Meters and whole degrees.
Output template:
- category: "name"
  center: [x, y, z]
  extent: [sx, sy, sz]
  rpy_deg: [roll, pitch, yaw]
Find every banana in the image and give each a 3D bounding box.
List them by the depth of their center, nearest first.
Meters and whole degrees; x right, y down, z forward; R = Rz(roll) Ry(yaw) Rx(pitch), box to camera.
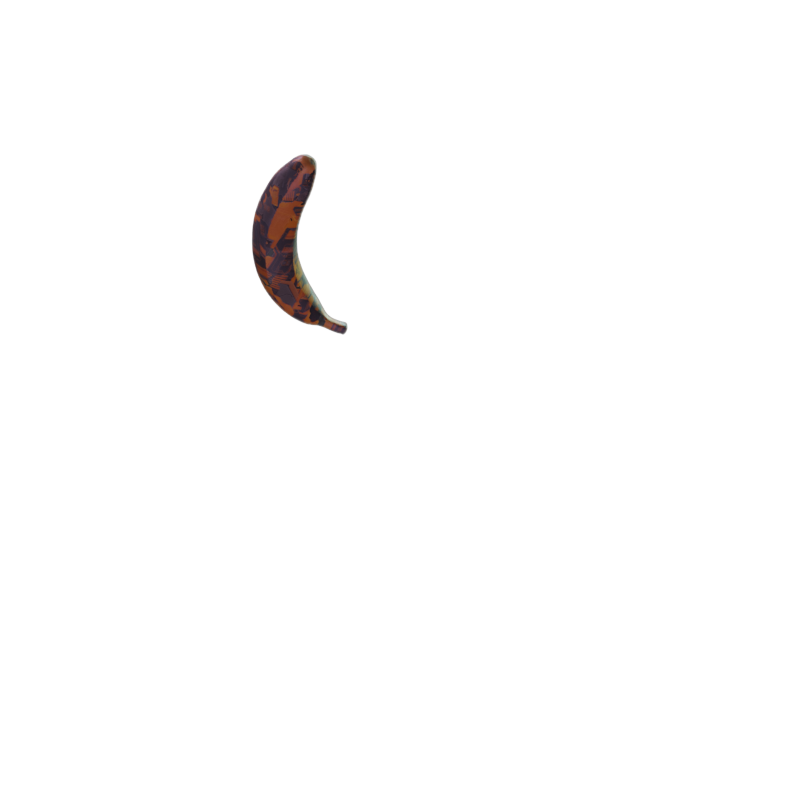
- category: "banana"
  center: [-0.090, -0.127, 0.926]
  extent: [0.070, 0.039, 0.183]
  rpy_deg: [-5, -42, 5]
